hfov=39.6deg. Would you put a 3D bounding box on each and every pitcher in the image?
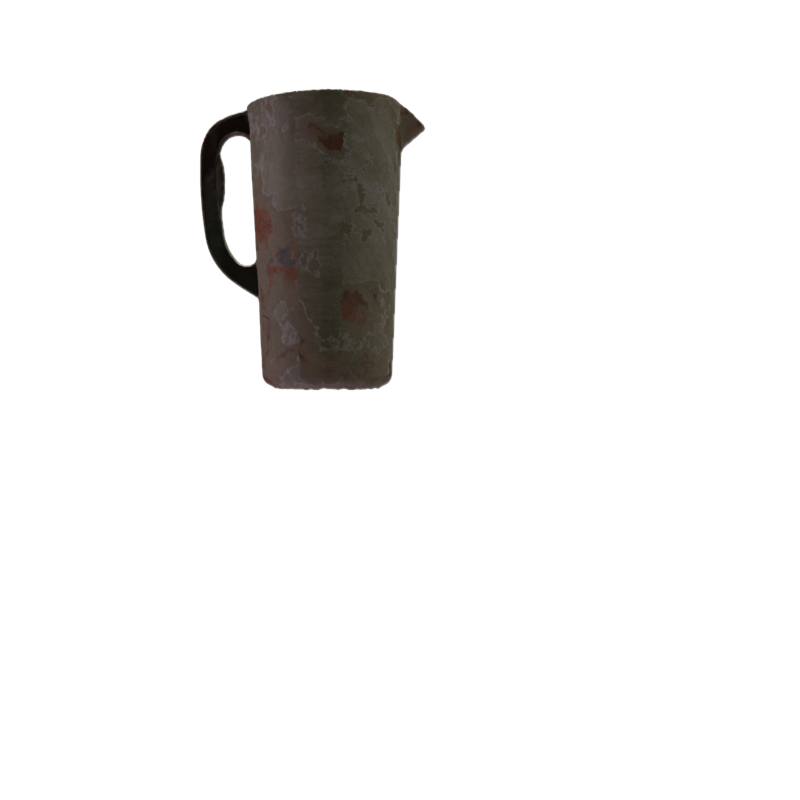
[{"bbox_3d":[-0.073,-0.132,0.927,0.154,0.246,0.139,-3,-5,42],"label":"pitcher"}]
